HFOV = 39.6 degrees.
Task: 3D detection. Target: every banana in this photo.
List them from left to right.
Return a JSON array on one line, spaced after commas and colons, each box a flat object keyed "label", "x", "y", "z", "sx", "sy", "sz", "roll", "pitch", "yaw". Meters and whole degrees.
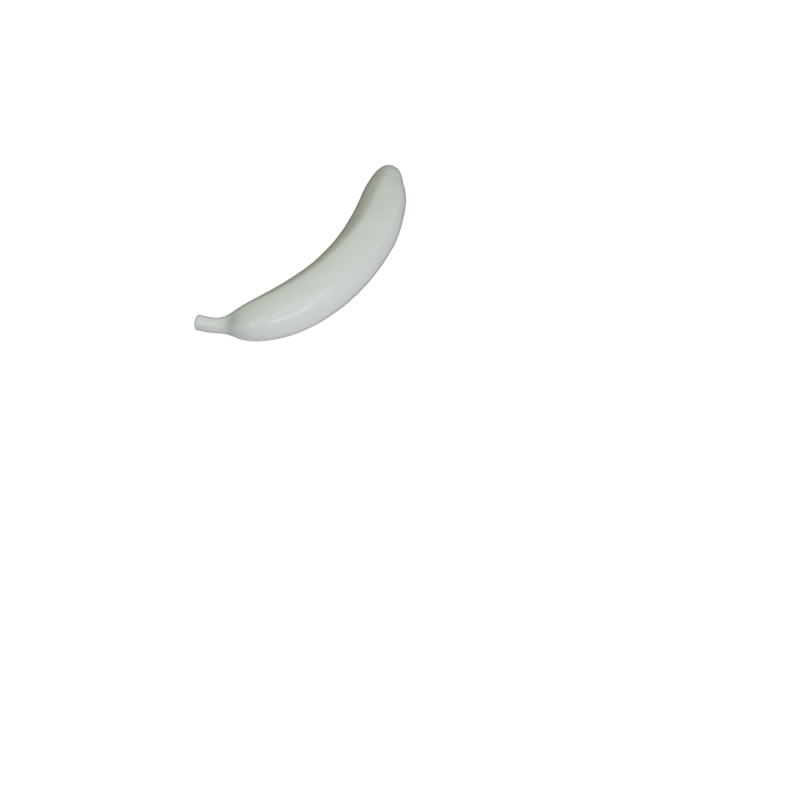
[{"label": "banana", "x": -0.050, "y": -0.098, "z": 0.772, "sx": 0.073, "sy": 0.200, "sz": 0.034, "roll": 37, "pitch": -28, "yaw": 22}]
